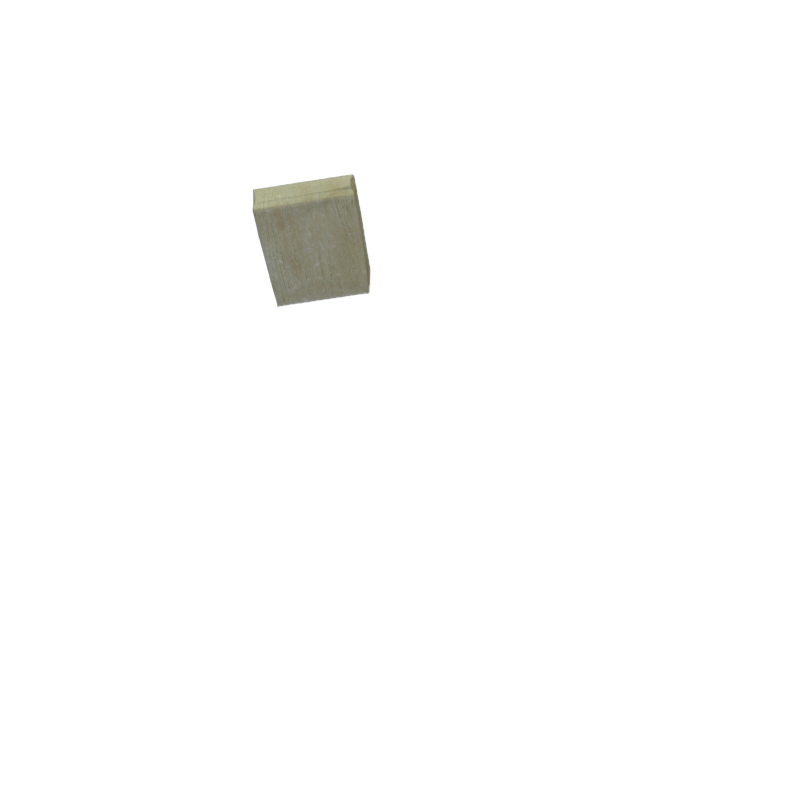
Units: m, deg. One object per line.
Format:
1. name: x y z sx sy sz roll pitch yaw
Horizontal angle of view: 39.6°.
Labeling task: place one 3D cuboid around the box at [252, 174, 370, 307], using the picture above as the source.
1. box: -0.077 -0.140 0.979 0.090 0.105 0.042 -7 38 4
